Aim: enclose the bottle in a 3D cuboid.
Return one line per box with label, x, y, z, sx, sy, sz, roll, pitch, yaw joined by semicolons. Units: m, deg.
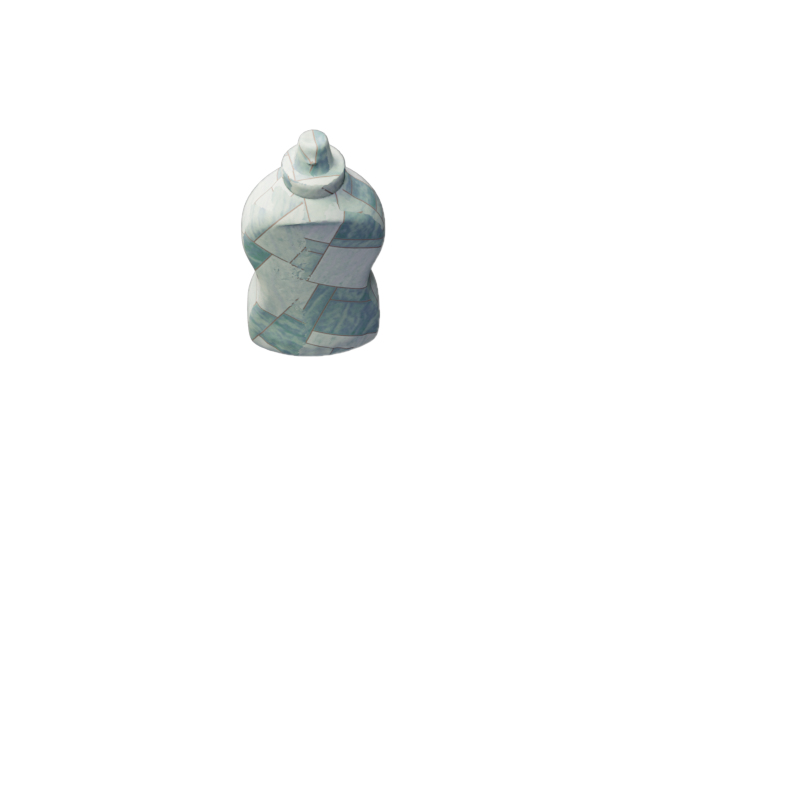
bottle;-0.059;-0.107;0.751;0.096;0.063;0.179;1;-38;-3
